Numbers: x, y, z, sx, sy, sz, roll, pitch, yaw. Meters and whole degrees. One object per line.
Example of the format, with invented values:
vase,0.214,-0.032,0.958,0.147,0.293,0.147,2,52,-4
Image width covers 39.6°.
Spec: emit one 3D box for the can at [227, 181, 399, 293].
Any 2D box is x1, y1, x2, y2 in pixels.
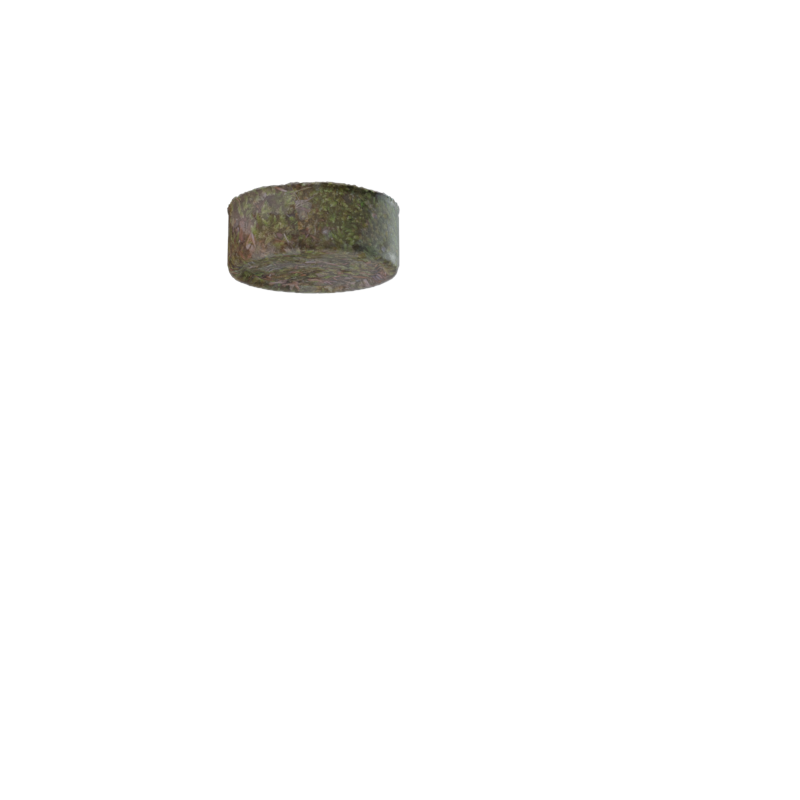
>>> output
can,-0.043,-0.078,0.547,0.086,0.035,0.083,0,-10,-2
